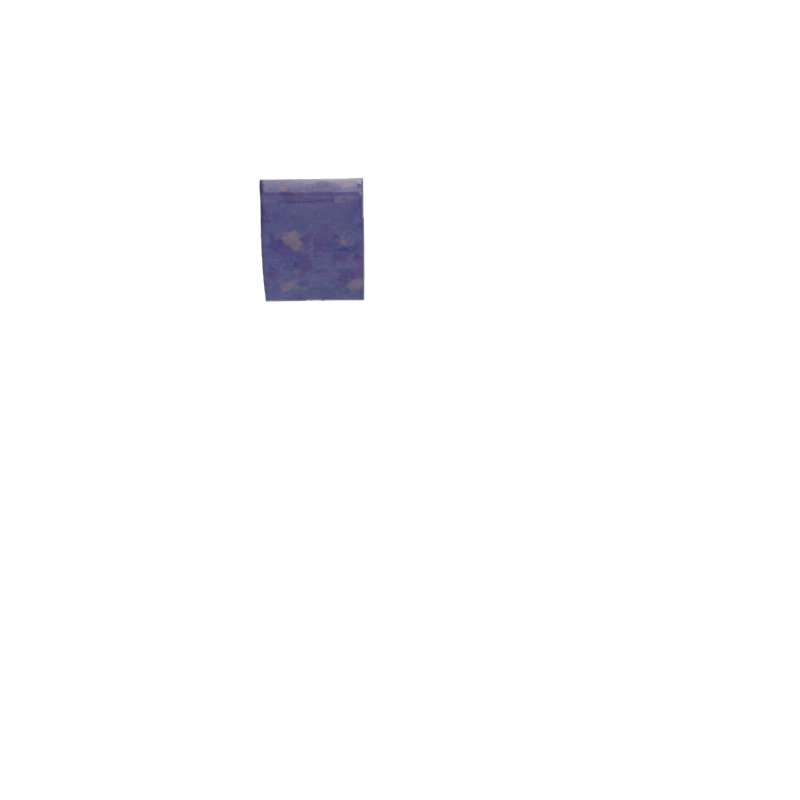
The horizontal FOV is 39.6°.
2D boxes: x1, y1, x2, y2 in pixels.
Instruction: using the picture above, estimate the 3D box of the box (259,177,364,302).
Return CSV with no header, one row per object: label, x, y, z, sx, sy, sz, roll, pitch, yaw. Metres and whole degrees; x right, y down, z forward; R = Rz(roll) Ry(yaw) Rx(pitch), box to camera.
box,-0.075,-0.137,0.962,0.090,0.106,0.042,0,42,-1
